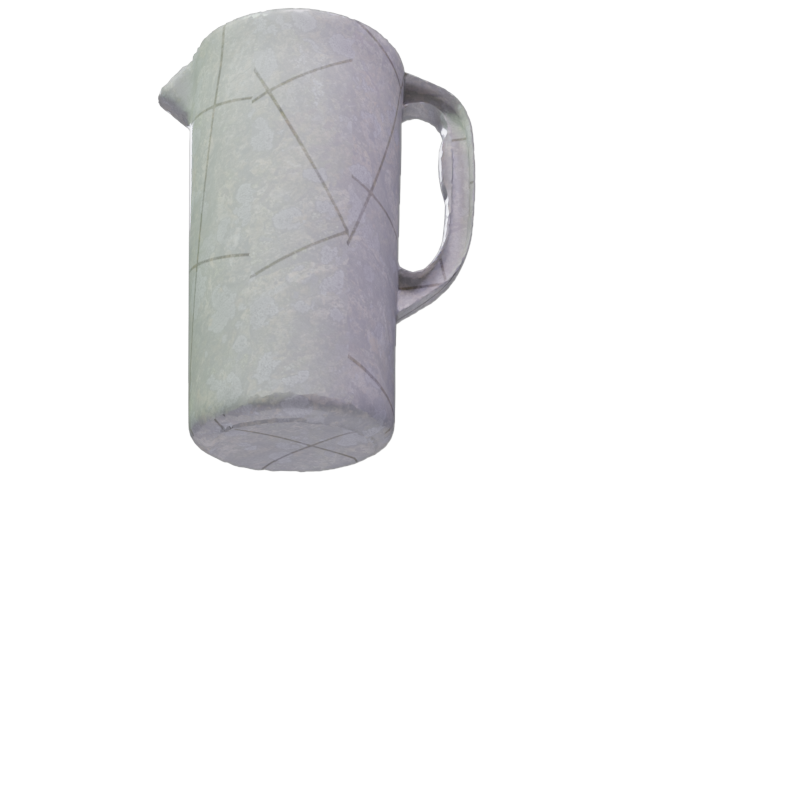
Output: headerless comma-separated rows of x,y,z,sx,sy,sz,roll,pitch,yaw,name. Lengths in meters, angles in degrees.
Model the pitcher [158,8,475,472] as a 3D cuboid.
-0.049,-0.090,0.630,0.151,0.257,0.135,-20,-30,34,pitcher
